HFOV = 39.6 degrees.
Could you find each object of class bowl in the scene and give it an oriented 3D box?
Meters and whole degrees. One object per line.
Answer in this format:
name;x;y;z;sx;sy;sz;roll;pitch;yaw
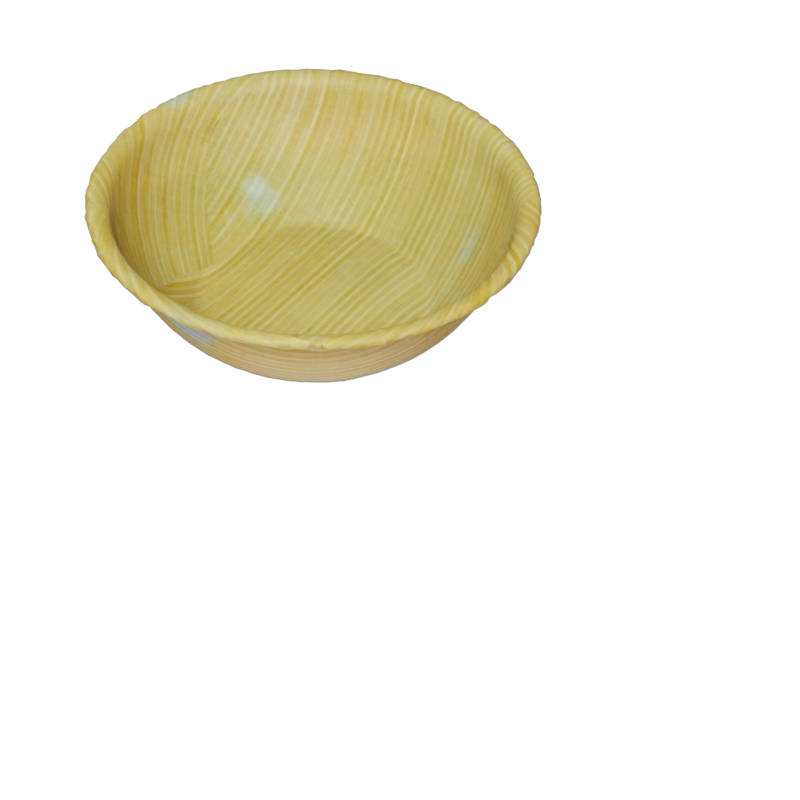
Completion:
bowl;-0.032;-0.059;0.411;0.162;0.051;0.174;-1;44;-1
